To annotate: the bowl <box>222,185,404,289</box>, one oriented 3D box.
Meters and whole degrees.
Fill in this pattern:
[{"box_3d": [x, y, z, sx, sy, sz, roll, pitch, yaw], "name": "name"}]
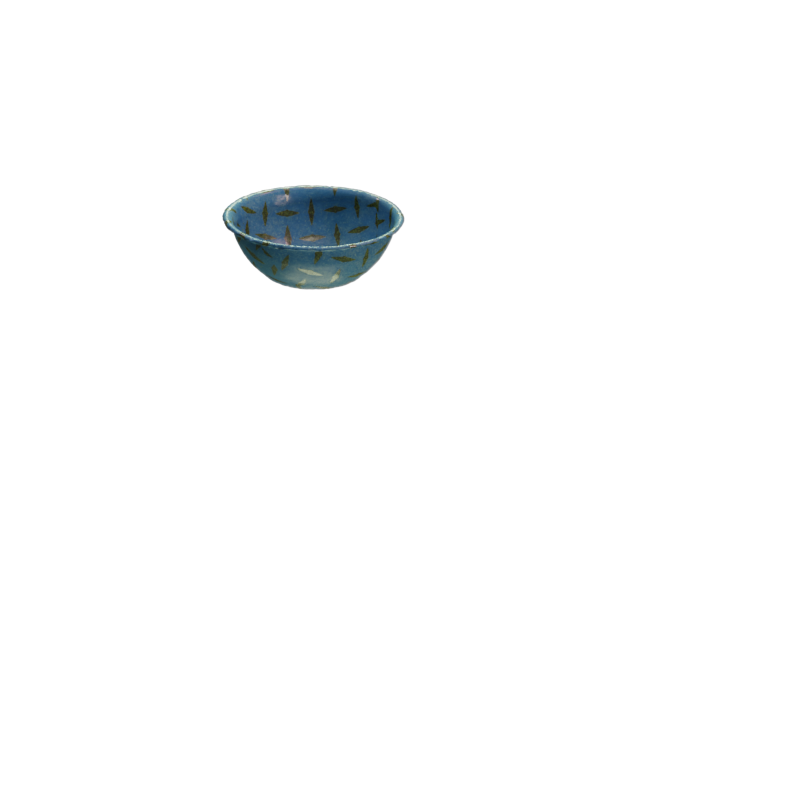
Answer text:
[{"box_3d": [-0.078, -0.142, 0.997, 0.162, 0.052, 0.171, -1, 28, -2], "name": "bowl"}]
